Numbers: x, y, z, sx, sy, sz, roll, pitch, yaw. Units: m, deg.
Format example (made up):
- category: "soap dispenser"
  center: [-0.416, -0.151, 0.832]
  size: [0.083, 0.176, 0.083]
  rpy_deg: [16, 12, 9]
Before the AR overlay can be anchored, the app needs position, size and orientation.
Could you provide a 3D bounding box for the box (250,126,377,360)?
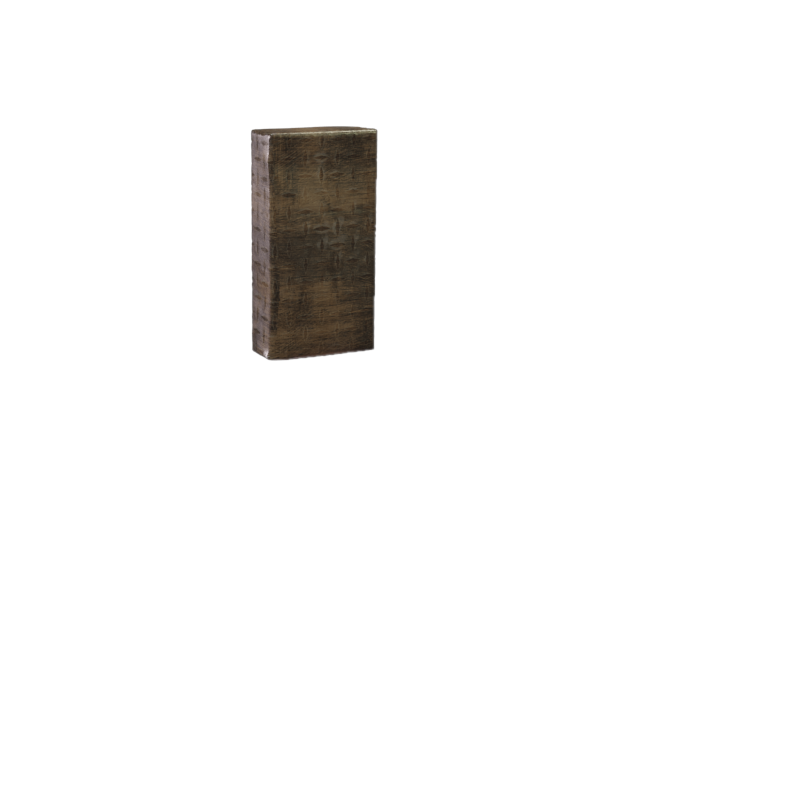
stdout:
- category: "box"
  center: [-0.067, -0.123, 0.859]
  size: [0.091, 0.172, 0.050]
  rpy_deg: [-5, 11, -27]
